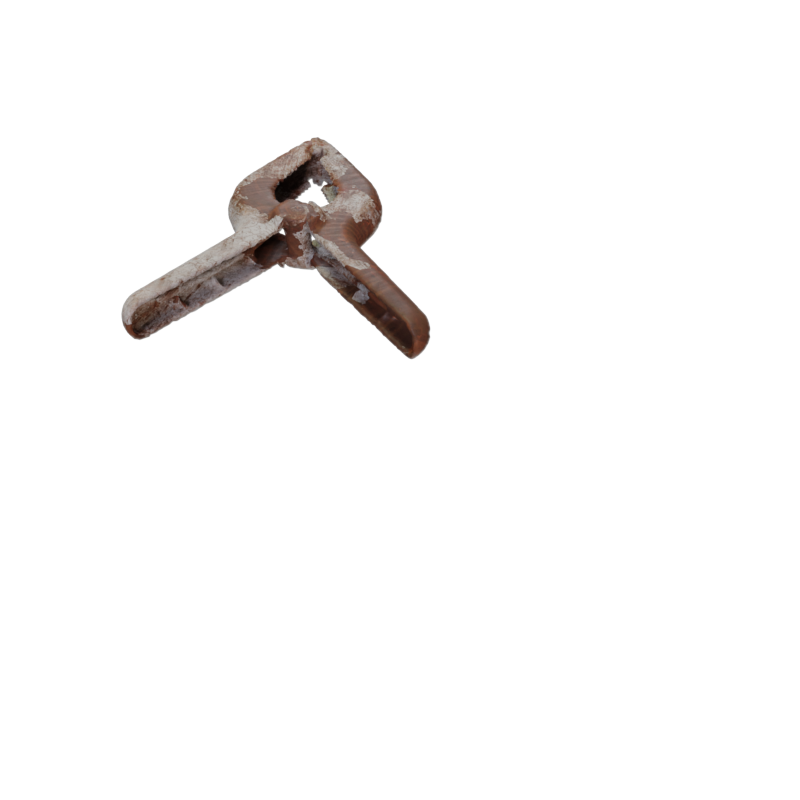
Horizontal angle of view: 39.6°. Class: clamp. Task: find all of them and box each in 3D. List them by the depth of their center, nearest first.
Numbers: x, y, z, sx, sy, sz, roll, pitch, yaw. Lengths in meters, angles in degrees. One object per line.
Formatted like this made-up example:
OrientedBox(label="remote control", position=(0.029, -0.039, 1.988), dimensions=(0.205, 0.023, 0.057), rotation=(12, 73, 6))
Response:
OrientedBox(label="clamp", position=(-0.051, -0.094, 0.657), dimensions=(0.167, 0.034, 0.221), rotation=(8, 39, 10))
